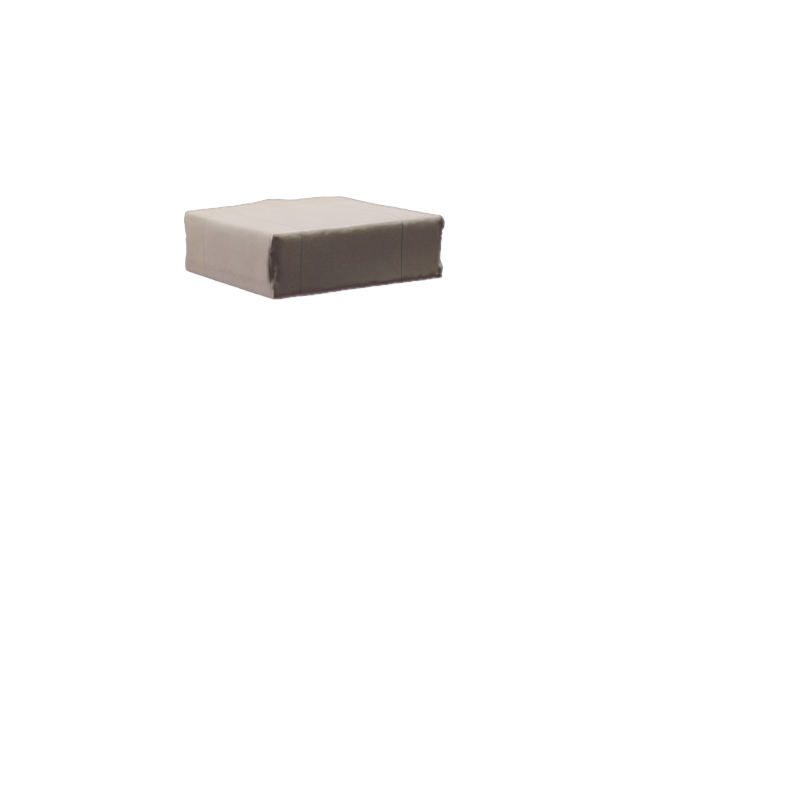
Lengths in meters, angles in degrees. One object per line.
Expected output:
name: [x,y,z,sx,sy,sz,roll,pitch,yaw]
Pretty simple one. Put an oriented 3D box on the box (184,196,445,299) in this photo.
box: [-0.037,-0.068,0.477,0.087,0.029,0.077,-12,21,-35]
